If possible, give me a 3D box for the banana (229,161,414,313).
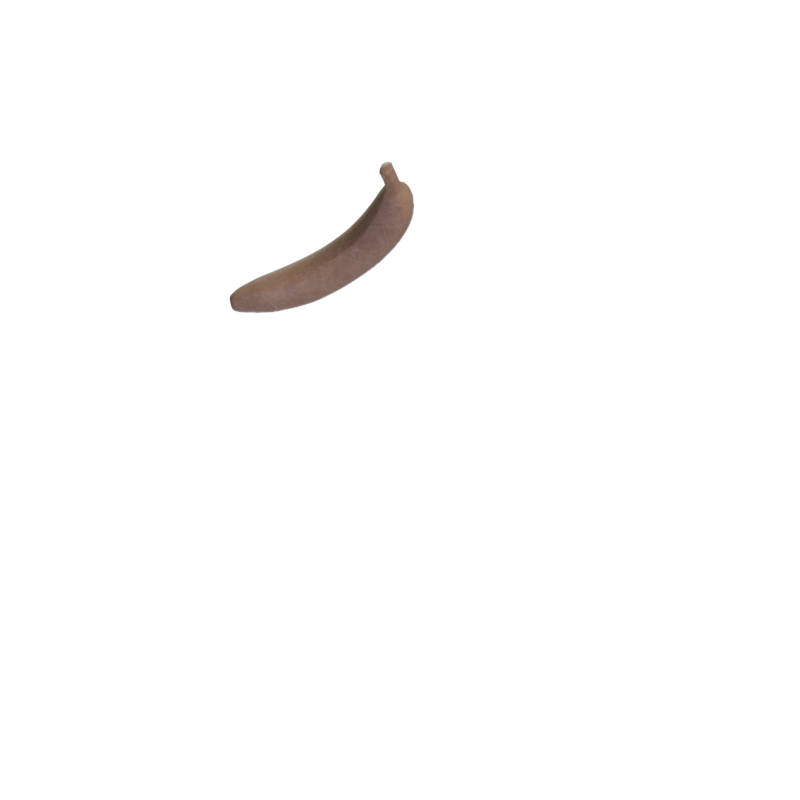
[{"bbox_3d":[-0.052,-0.119,0.883,0.066,0.039,0.195,33,-53,-30],"label":"banana"}]
